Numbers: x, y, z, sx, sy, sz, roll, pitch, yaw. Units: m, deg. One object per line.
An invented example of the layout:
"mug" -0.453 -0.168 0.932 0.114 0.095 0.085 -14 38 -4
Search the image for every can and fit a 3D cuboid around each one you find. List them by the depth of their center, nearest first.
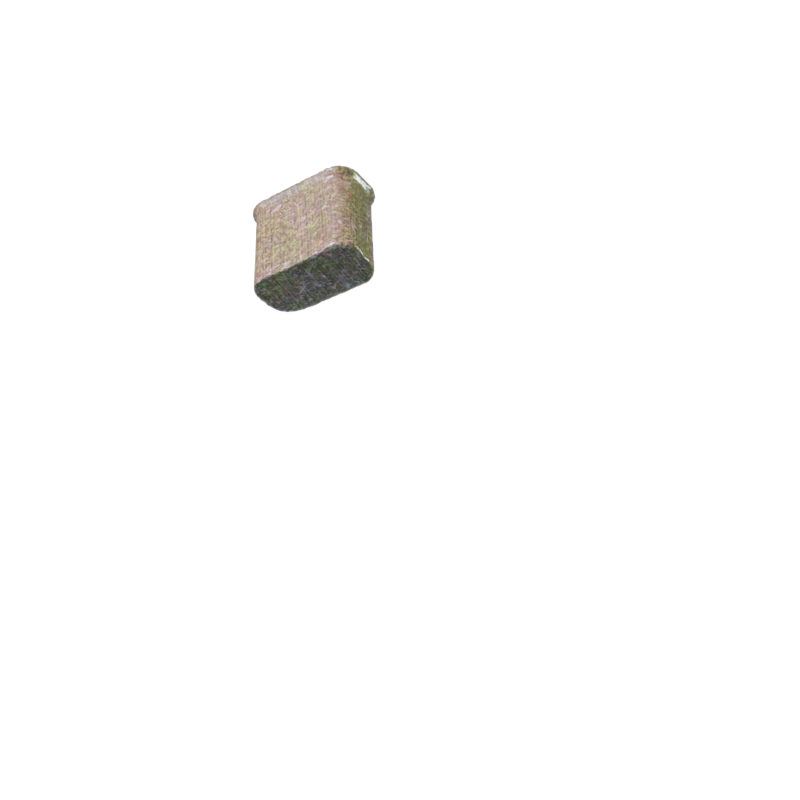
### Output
"can" -0.069 -0.127 0.889 0.102 0.090 0.053 -22 -42 25
